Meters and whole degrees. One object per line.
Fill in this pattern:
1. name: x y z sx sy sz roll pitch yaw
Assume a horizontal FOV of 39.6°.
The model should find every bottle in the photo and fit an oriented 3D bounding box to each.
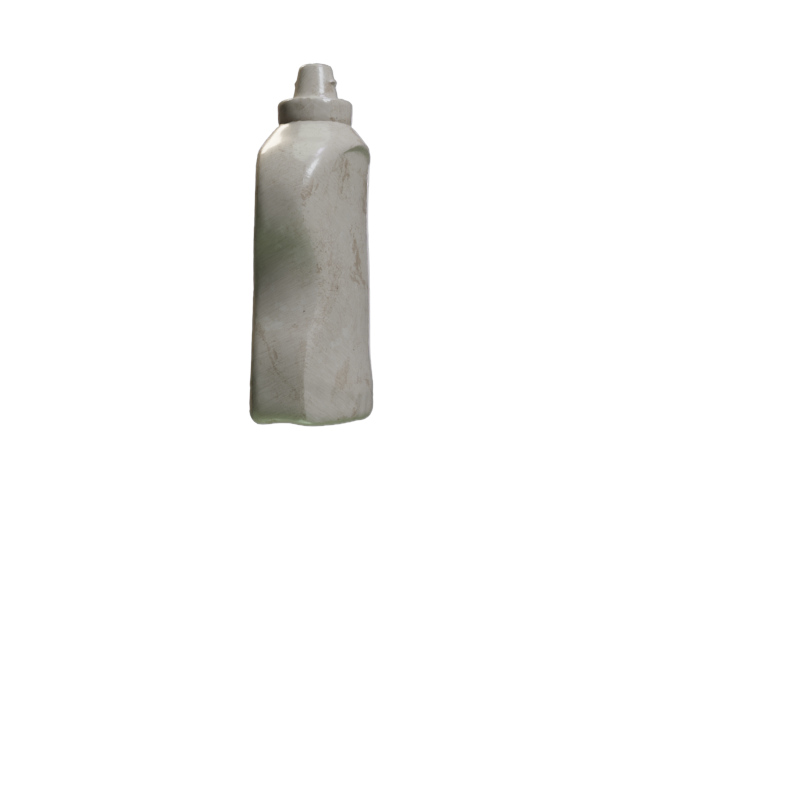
1. bottle: -0.046 -0.085 0.597 0.060 0.194 0.093 -2 -4 21
